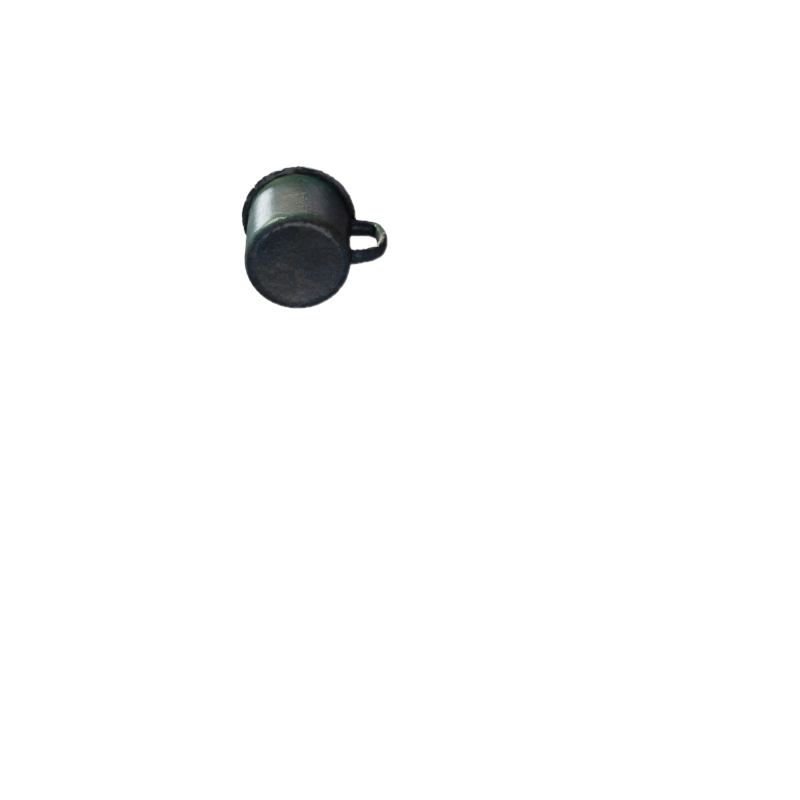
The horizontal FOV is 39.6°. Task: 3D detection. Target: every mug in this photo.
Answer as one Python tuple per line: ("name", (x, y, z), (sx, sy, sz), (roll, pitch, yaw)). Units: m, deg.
("mug", (-0.068, -0.125, 0.872), (0.117, 0.088, 0.087), (4, 32, -4))
